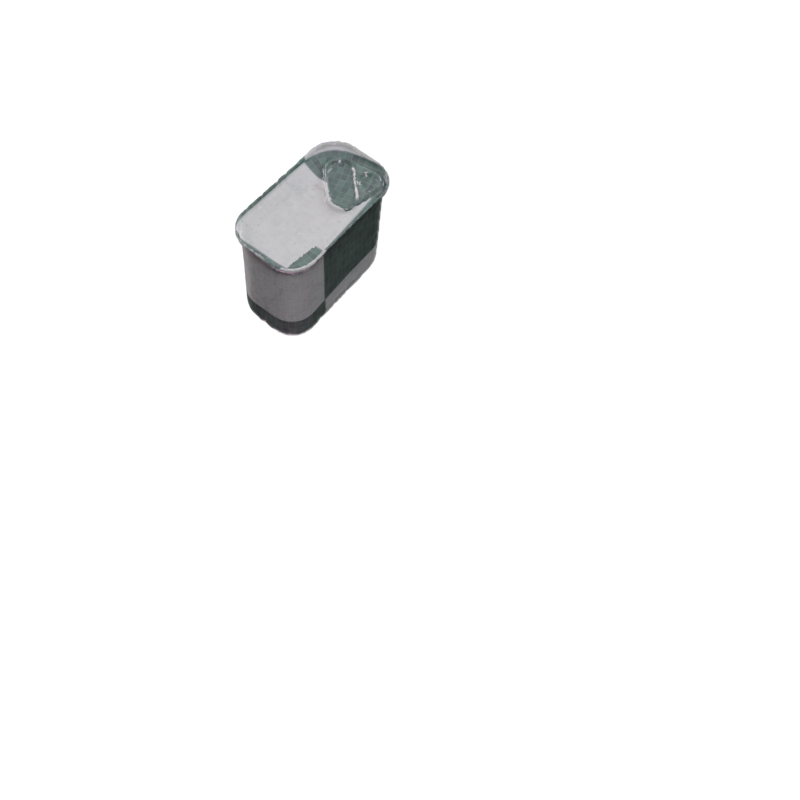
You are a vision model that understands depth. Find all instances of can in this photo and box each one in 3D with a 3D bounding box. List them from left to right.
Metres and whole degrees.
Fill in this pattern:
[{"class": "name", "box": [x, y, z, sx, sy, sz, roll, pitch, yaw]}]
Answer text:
[{"class": "can", "box": [-0.055, -0.101, 0.708, 0.060, 0.104, 0.079, 35, -26, 16]}]
